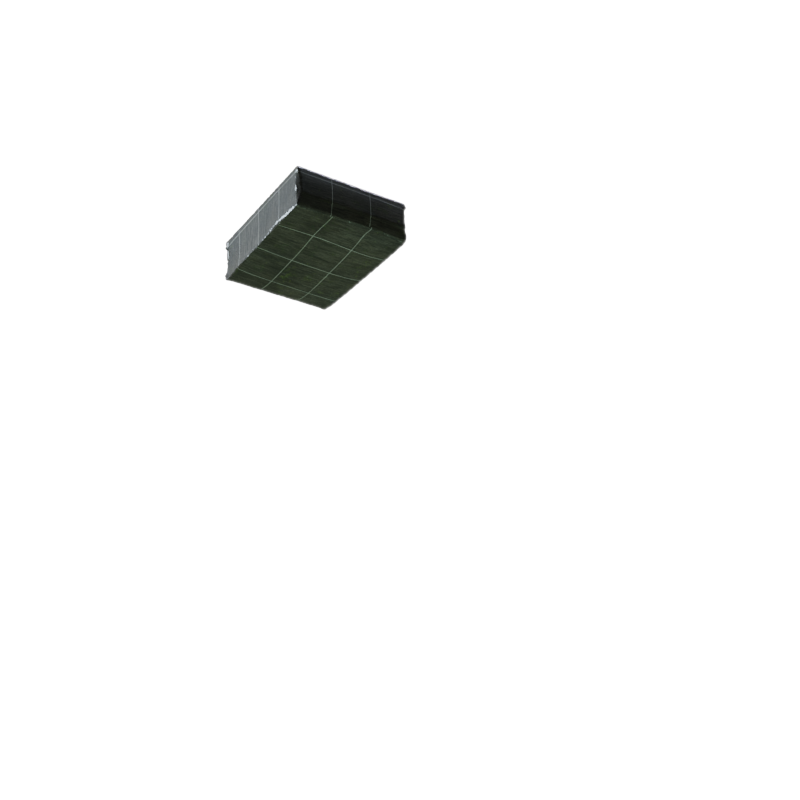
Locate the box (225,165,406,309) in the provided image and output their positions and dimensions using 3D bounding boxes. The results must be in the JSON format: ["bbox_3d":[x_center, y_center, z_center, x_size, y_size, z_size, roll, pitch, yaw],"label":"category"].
[{"bbox_3d":[-0.063,-0.114,0.801,0.086,0.041,0.111,18,-36,-28],"label":"box"}]
